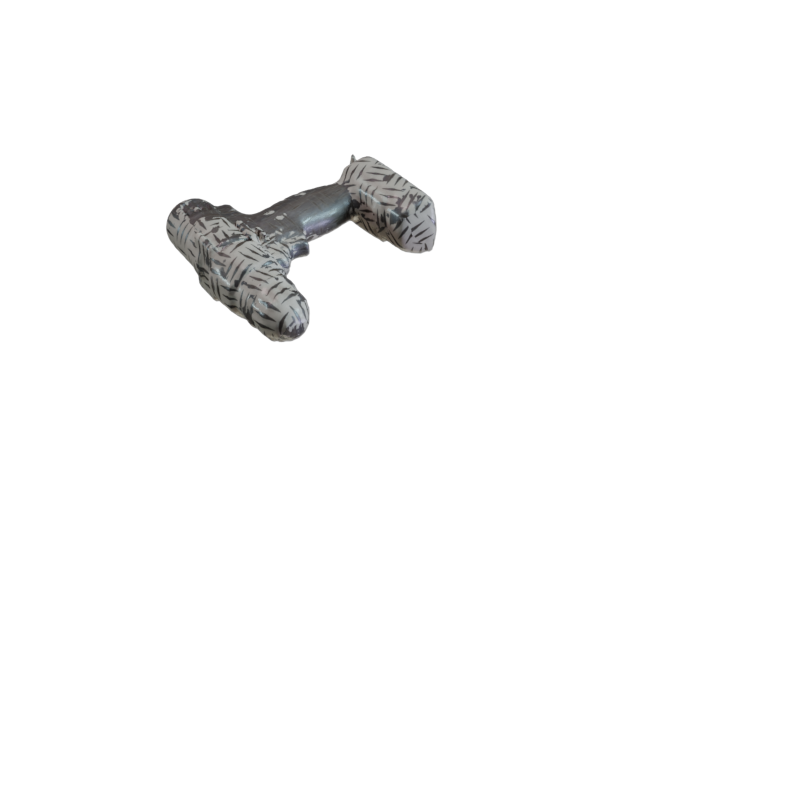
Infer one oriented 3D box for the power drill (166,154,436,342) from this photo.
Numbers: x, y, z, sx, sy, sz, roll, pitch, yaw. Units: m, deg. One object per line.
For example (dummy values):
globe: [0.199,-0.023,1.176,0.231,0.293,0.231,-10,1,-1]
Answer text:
power drill: [-0.068,-0.123,0.863,0.185,0.054,0.199,-21,42,-25]
